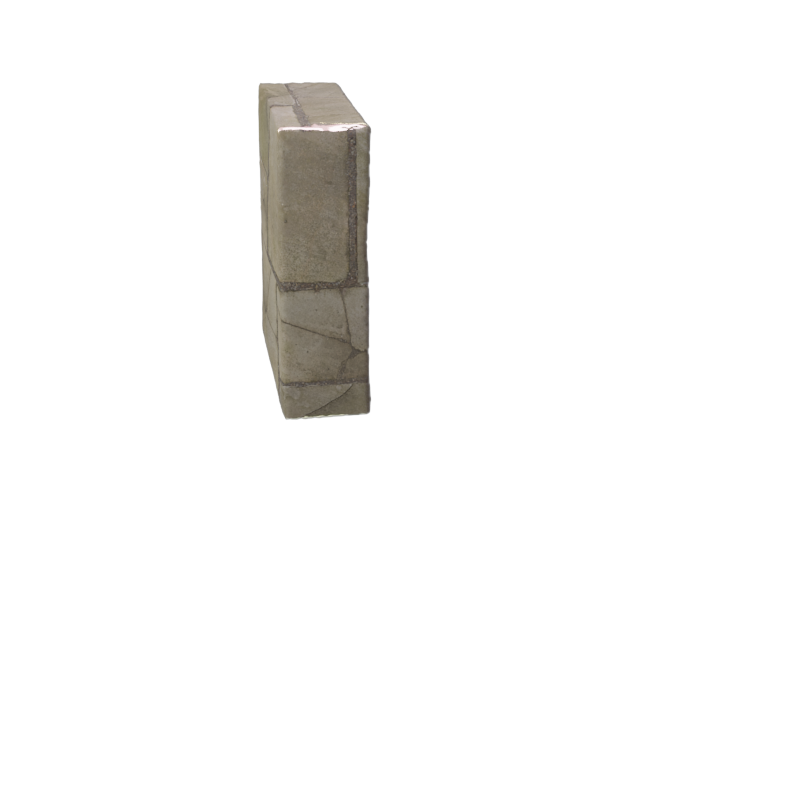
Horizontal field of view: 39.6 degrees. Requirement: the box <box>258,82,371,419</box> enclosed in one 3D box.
[{"bbox_3d":[-0.065,-0.118,0.829,0.071,0.204,0.174,-2,22,-10],"label":"box"}]
